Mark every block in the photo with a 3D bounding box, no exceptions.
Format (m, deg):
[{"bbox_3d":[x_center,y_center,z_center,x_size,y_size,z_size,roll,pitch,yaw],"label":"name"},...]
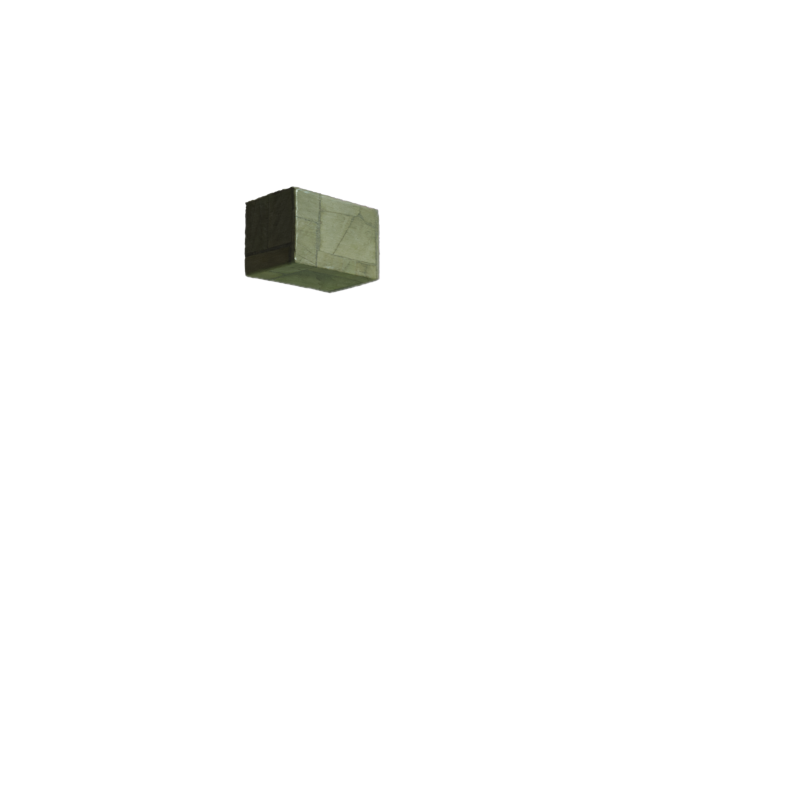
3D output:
[{"bbox_3d":[-0.058,-0.105,0.737,0.074,0.053,0.054,9,-15,-44],"label":"block"}]
